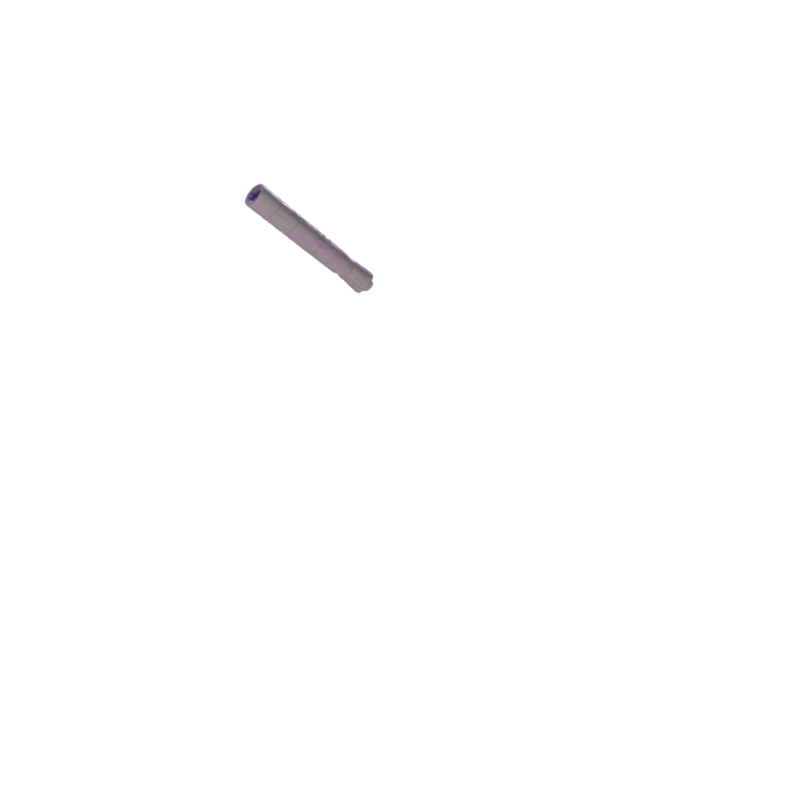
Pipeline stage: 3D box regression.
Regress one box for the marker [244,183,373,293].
[{"bbox_3d":[-0.063,-0.114,0.800,0.113,0.020,0.020,36,-18,-30],"label":"marker"}]
